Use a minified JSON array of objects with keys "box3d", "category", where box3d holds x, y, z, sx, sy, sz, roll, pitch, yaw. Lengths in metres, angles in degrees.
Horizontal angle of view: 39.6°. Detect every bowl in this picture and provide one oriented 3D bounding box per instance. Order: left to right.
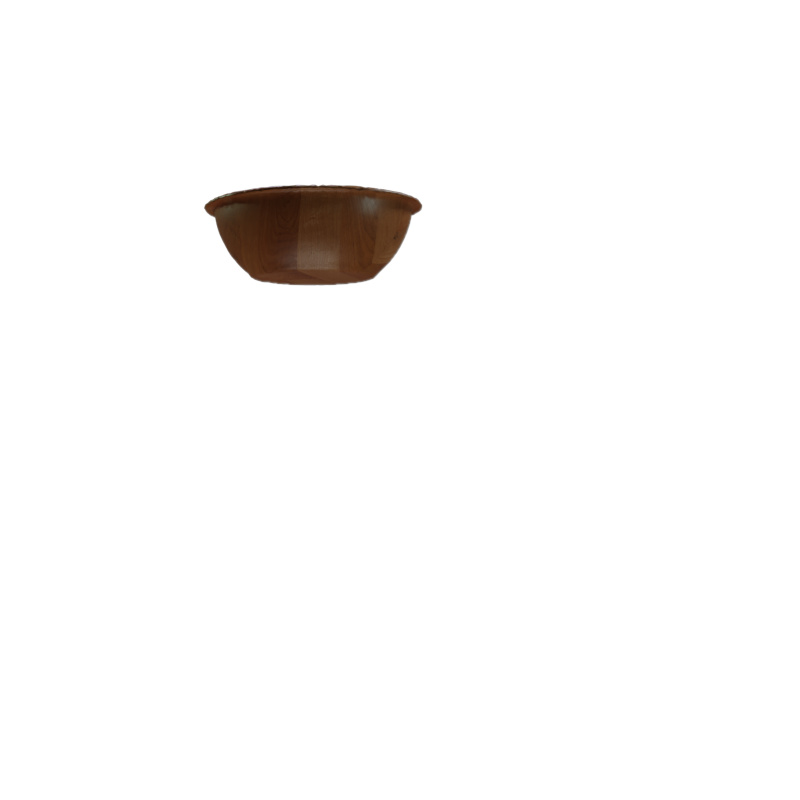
[{"box3d":[-0.064,-0.117,0.820,0.162,0.056,0.160,0,-2,-2],"category":"bowl"}]
